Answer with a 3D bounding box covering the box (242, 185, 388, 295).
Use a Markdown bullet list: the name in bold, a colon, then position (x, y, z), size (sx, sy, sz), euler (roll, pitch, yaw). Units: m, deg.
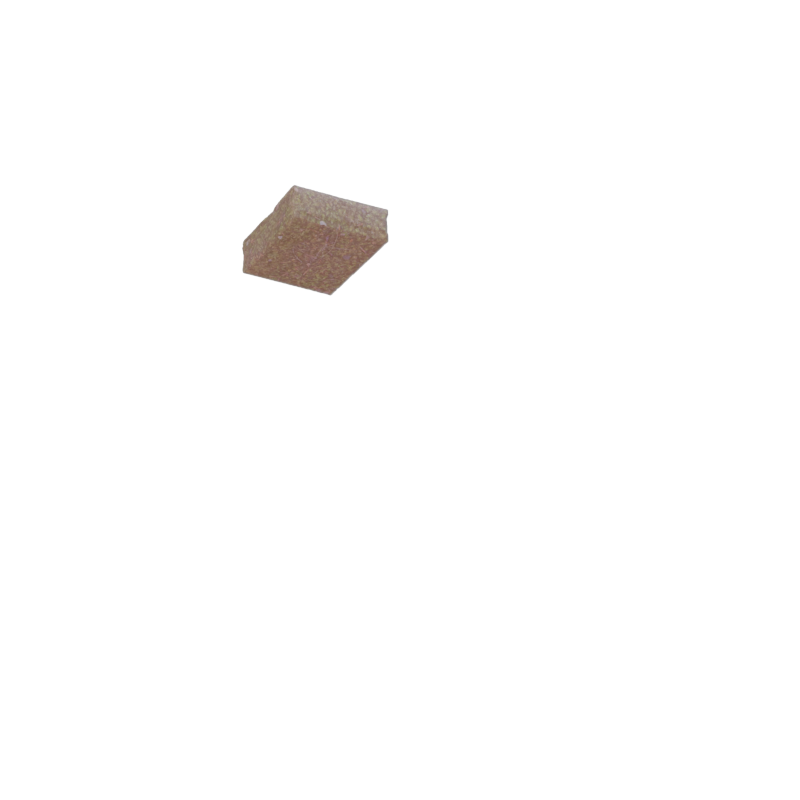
- **box**: position (-0.061, -0.111, 0.779), size (0.070, 0.032, 0.088), euler (13, -27, -26)
